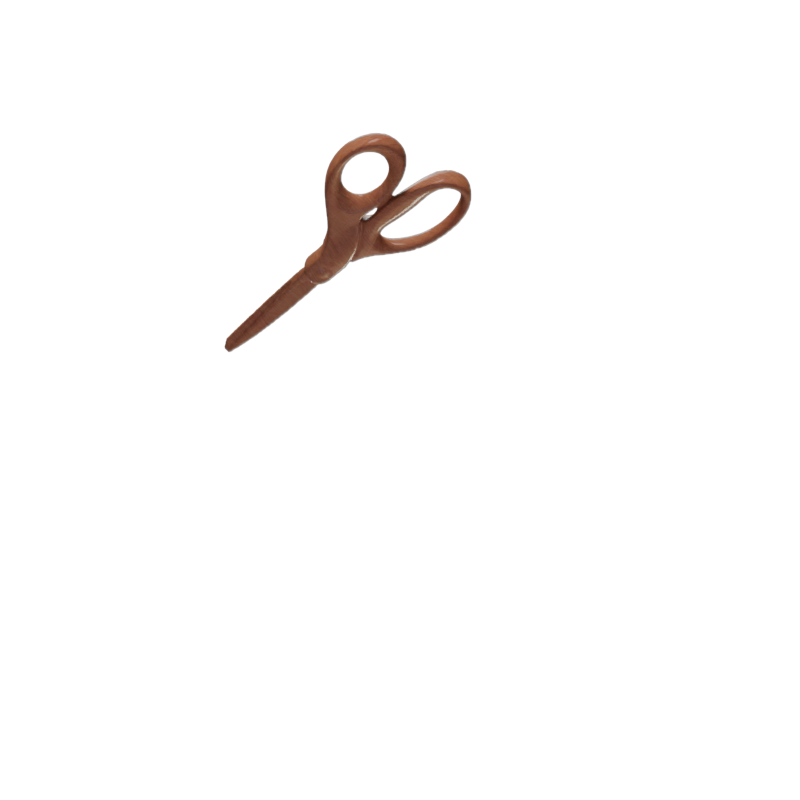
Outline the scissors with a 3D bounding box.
[{"bbox_3d":[-0.054,-0.098,0.685,0.202,0.017,0.089,-24,-52,21],"label":"scissors"}]
